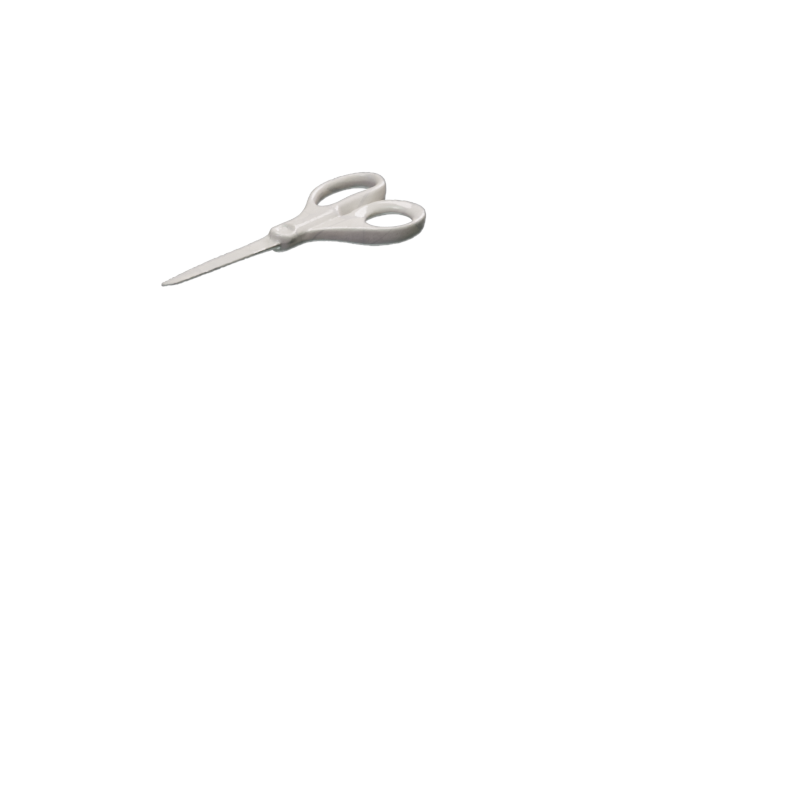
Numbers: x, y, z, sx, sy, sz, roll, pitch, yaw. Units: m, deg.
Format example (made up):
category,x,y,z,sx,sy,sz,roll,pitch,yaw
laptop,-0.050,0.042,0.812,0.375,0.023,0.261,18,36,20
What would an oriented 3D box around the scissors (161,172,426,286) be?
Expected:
category,x,y,z,sx,sy,sz,roll,pitch,yaw
scissors,-0.059,-0.107,0.749,0.101,0.015,0.205,20,41,25
